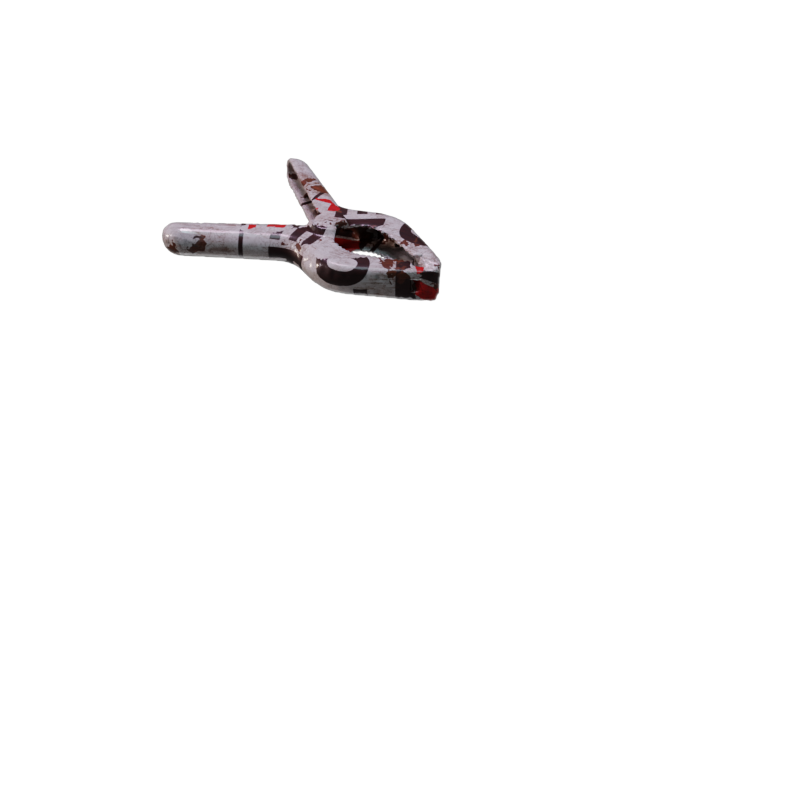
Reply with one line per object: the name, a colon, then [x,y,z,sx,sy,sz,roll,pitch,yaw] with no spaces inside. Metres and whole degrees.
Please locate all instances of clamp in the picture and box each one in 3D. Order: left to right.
clamp: [-0.067,-0.121,0.849,0.224,0.034,0.165,29,46,33]
